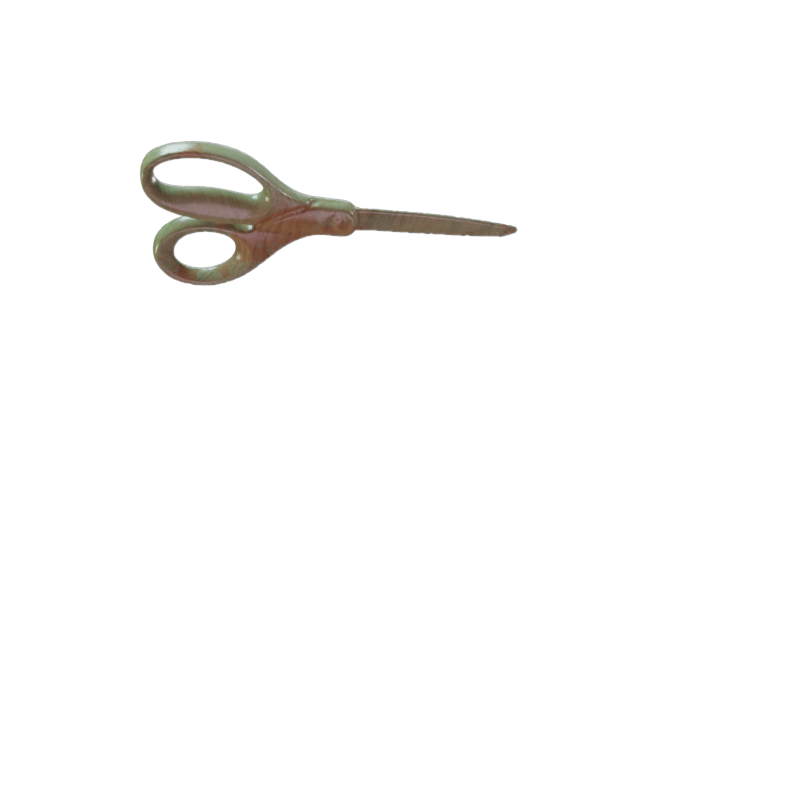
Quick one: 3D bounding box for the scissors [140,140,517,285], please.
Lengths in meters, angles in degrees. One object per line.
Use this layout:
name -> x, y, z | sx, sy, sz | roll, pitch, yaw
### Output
scissors -> -0.047, -0.086, 0.604 | 0.197, 0.092, 0.017 | 16, 38, -13
